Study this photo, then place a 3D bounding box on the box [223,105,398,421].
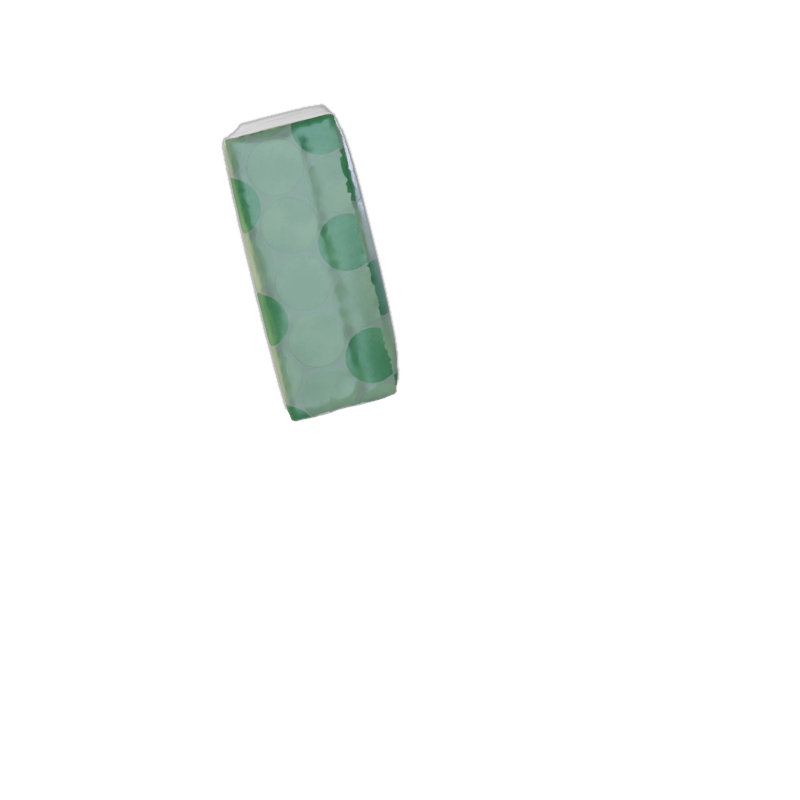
[{"bbox_3d":[-0.055,-0.101,0.707,0.072,0.160,0.220,-13,14,0],"label":"box"}]
